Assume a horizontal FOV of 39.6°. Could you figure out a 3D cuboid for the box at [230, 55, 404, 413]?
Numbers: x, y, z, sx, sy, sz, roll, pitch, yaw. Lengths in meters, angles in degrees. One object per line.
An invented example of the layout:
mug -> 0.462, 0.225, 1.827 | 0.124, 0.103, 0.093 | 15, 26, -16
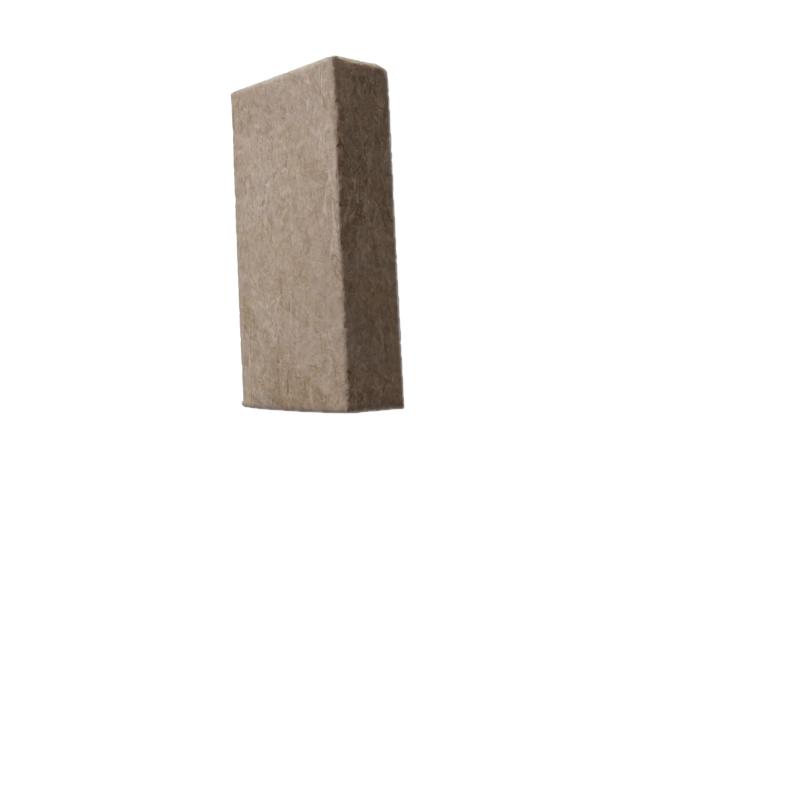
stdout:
box -> -0.045, -0.083, 0.583 | 0.046, 0.179, 0.096 | 5, -7, -41
